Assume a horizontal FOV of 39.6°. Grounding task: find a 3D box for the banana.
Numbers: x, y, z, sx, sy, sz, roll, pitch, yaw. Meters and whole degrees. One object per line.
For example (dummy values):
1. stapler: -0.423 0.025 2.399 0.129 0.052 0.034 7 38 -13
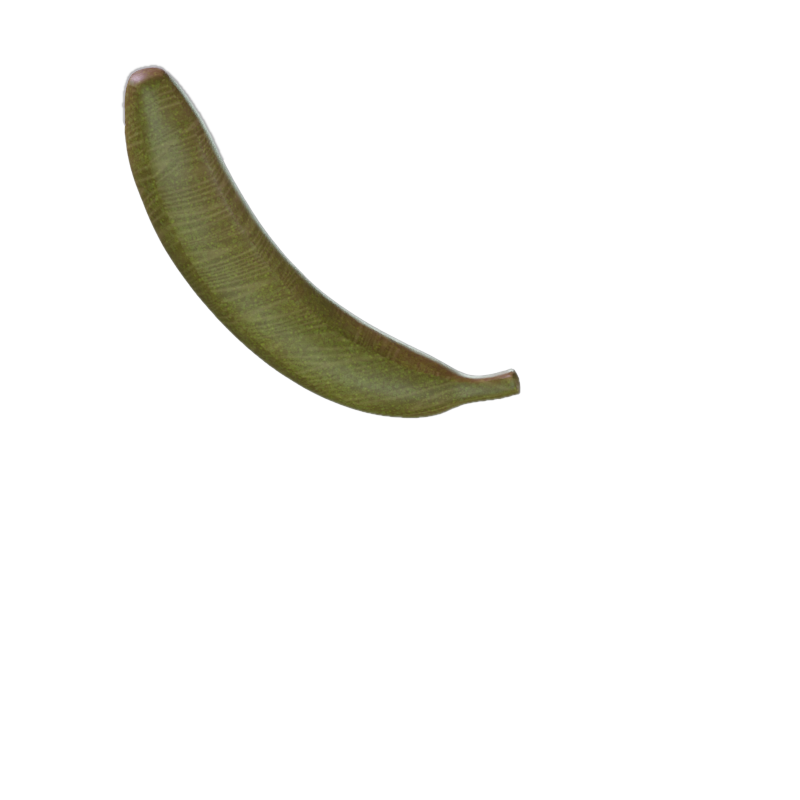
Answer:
1. banana: -0.044 -0.048 0.442 0.190 0.068 0.039 38 20 -17
